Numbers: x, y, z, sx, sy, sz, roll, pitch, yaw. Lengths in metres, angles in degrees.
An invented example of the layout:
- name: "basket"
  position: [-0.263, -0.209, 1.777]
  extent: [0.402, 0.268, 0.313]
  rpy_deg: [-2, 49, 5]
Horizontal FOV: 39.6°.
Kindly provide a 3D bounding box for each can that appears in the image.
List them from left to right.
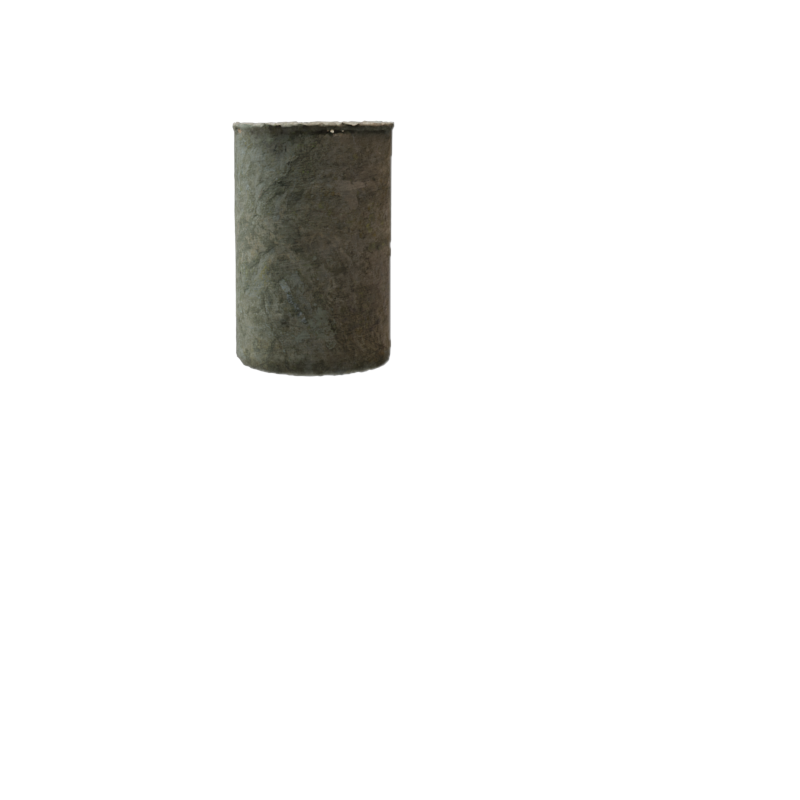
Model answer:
- name: "can"
  position: [-0.037, -0.067, 0.471]
  extent: [0.068, 0.100, 0.070]
  rpy_deg: [0, 9, -2]
